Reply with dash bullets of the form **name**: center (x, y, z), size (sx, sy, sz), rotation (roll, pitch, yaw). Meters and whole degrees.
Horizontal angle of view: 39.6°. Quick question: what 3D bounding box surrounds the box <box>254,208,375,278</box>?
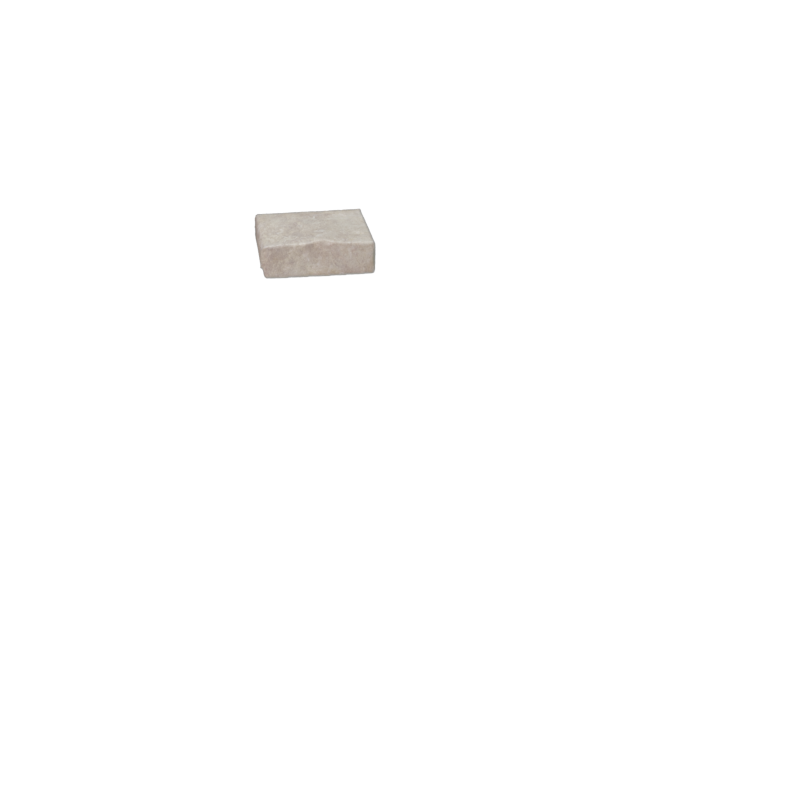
- **box**: center (-0.069, -0.125, 0.879), size (0.088, 0.029, 0.078), rotation (-4, 28, -8)
